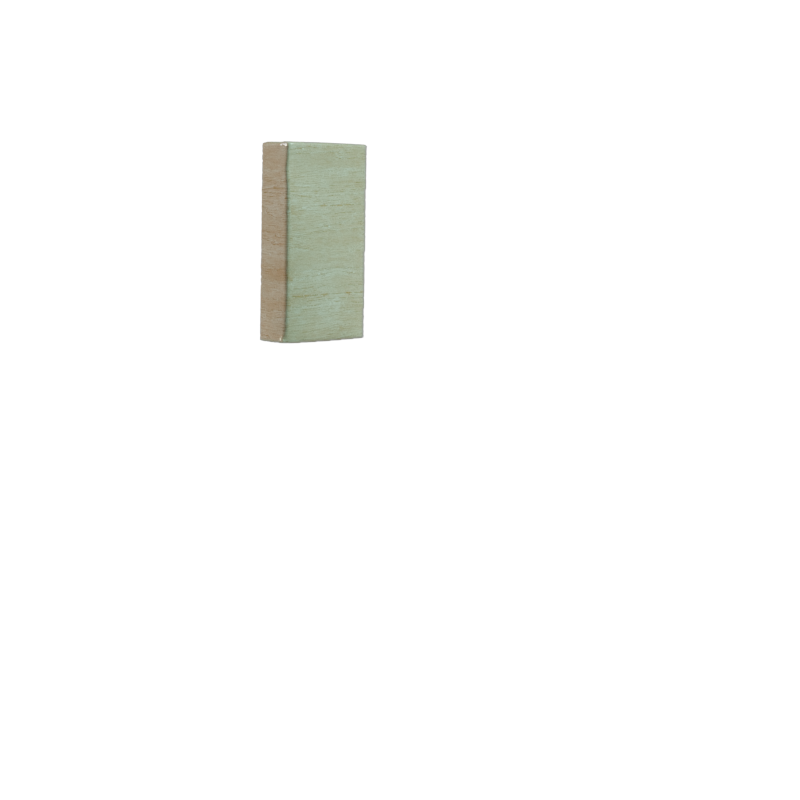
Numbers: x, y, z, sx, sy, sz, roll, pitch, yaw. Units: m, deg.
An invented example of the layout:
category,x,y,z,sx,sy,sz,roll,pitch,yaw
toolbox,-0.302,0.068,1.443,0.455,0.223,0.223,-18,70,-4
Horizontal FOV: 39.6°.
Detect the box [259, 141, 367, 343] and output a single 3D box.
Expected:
category,x,y,z,sx,sy,sz,roll,pitch,yaw
box,-0.077,-0.141,0.989,0.090,0.176,0.050,-2,3,-41
